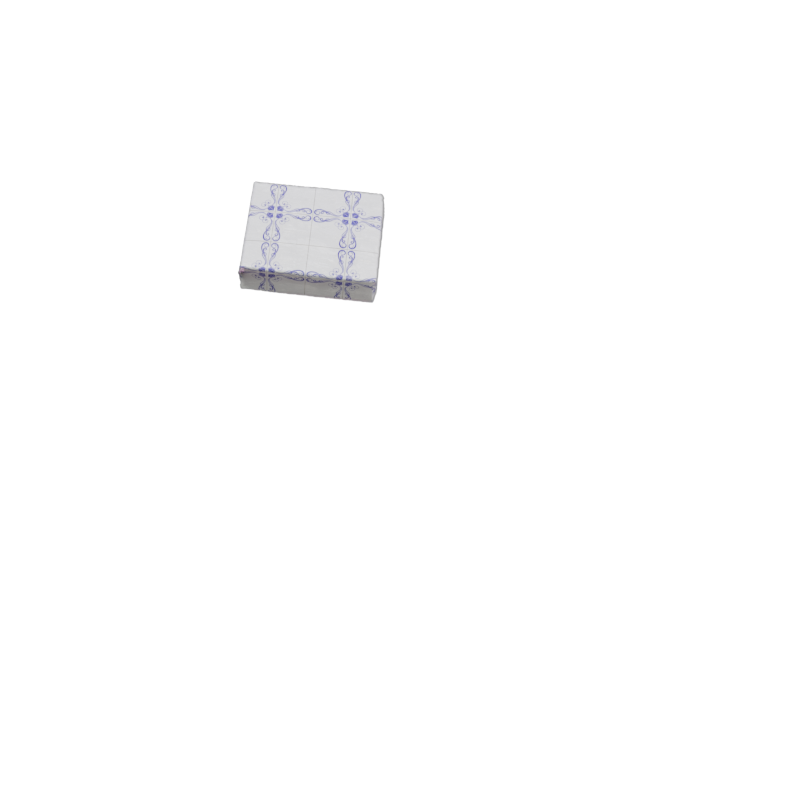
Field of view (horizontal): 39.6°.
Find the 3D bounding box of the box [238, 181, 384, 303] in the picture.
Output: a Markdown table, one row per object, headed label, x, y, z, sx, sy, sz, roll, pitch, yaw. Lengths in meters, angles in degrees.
| label | x | y | z | sx | sy | sz | roll | pitch | yaw |
| --- | --- | --- | --- | --- | --- | --- | --- | --- | --- |
| box | -0.072 | -0.131 | 0.915 | 0.114 | 0.096 | 0.036 | 4 | -34 | 2 |
